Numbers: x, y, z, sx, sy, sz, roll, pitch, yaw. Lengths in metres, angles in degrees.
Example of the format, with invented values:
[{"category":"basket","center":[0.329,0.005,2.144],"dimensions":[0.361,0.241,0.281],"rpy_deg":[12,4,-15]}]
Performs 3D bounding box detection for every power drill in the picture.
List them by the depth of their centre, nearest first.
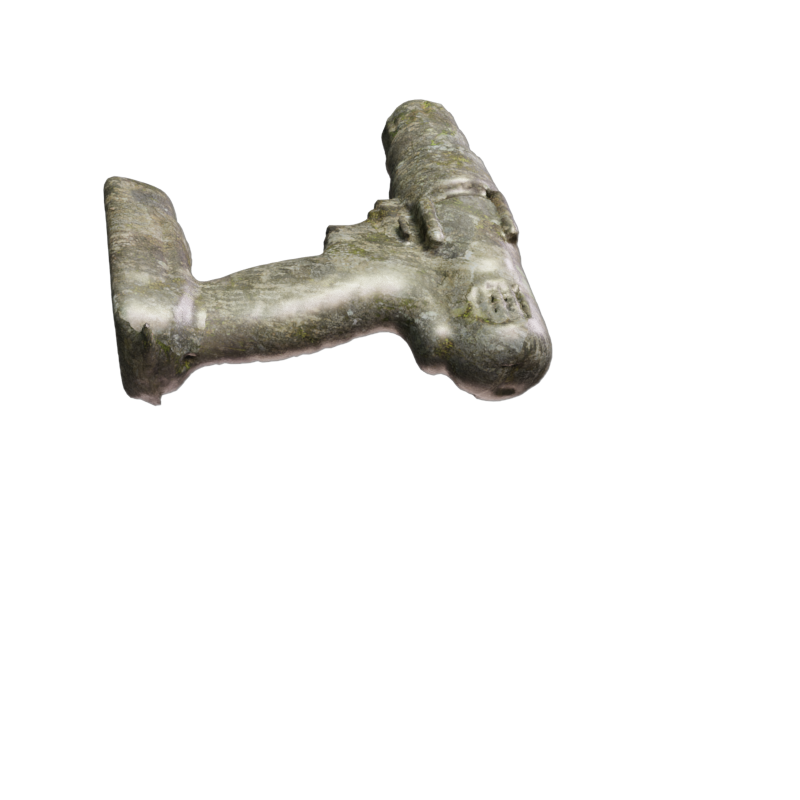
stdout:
[{"category":"power drill","center":[-0.040,-0.073,0.512],"dimensions":[0.186,0.199,0.053],"rpy_deg":[-8,-43,-8]}]
